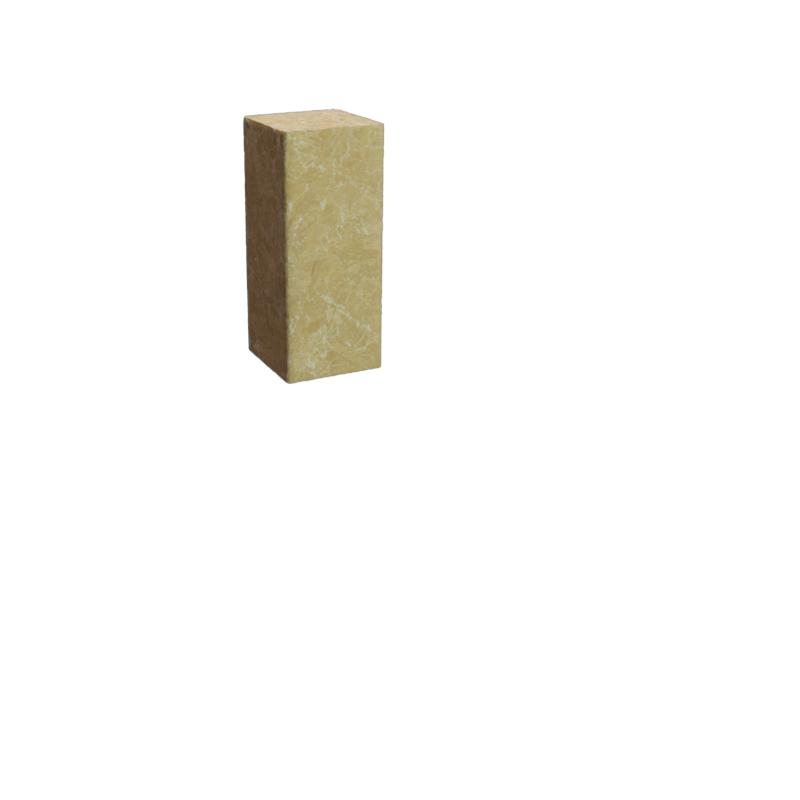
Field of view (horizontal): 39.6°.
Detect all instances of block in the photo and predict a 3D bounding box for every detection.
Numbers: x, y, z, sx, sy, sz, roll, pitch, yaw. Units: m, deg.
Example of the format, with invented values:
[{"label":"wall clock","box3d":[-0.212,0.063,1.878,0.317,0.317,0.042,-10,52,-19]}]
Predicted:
[{"label":"block","box3d":[-0.073,-0.131,0.921,0.088,0.198,0.096,-8,20,-26]}]
